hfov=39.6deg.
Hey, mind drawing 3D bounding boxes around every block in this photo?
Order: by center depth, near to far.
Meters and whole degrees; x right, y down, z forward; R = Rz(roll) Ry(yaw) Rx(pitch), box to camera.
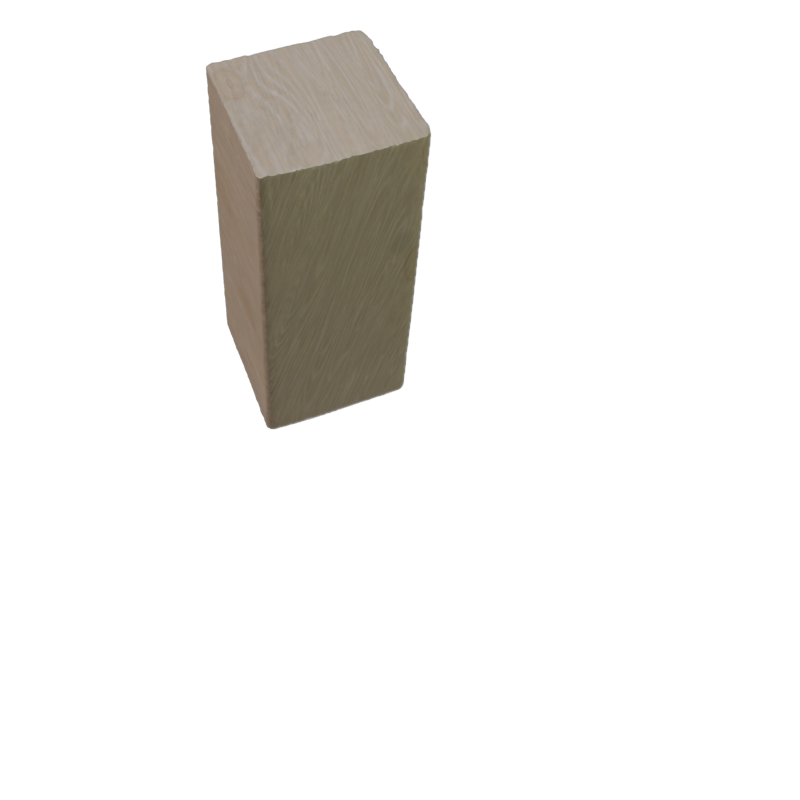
[{"bbox_3d":[-0.047,-0.088,0.615,0.089,0.098,0.192,-16,-36,-16],"label":"block"}]
